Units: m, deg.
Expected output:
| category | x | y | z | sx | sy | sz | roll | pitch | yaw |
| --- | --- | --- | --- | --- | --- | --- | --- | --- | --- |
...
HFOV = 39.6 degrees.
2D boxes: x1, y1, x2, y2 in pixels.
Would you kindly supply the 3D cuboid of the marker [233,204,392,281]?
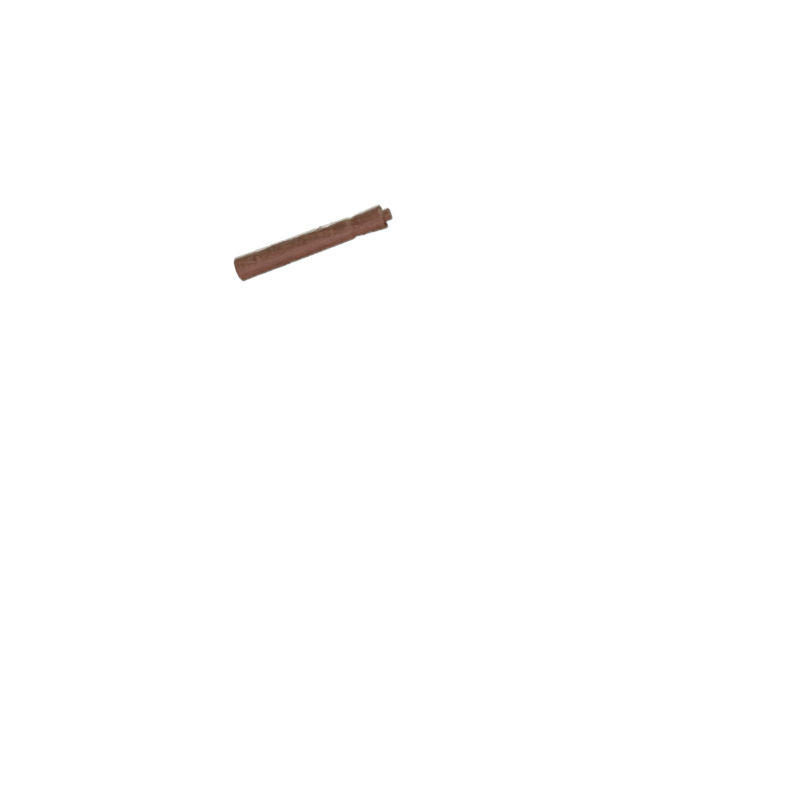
| category | x | y | z | sx | sy | sz | roll | pitch | yaw |
| --- | --- | --- | --- | --- | --- | --- | --- | --- | --- |
| marker | -0.063 | -0.115 | 0.808 | 0.121 | 0.020 | 0.020 | -19 | 0 | 12 |
